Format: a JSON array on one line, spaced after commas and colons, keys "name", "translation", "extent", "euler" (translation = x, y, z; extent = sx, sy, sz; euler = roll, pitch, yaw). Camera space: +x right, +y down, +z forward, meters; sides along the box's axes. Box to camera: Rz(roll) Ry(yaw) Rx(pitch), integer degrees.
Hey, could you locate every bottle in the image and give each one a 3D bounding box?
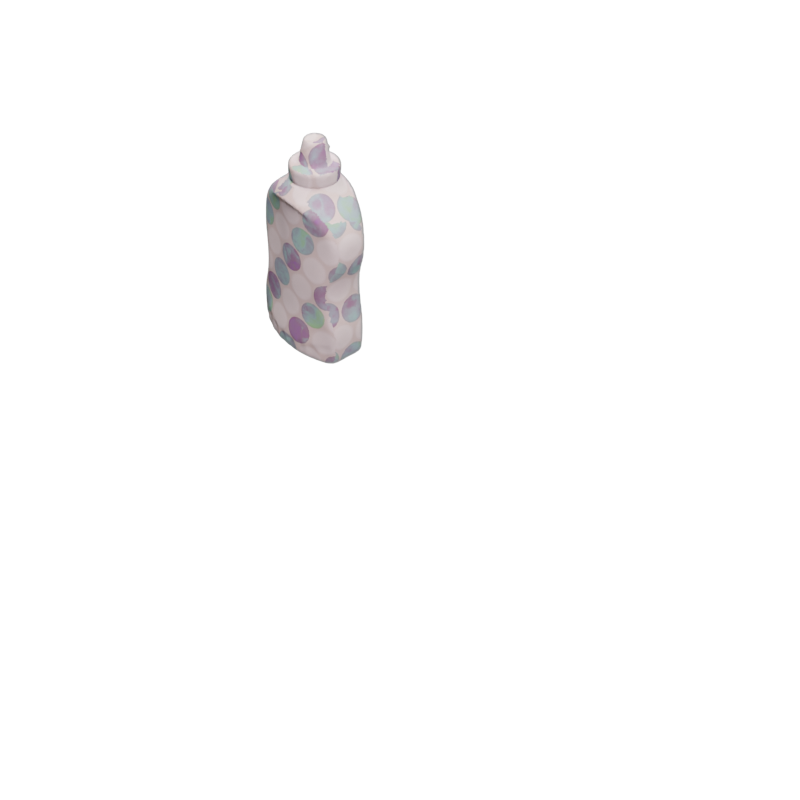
[{"name": "bottle", "translation": [-0.070, -0.128, 0.893], "extent": [0.058, 0.179, 0.103], "euler": [-24, 46, -30]}]
